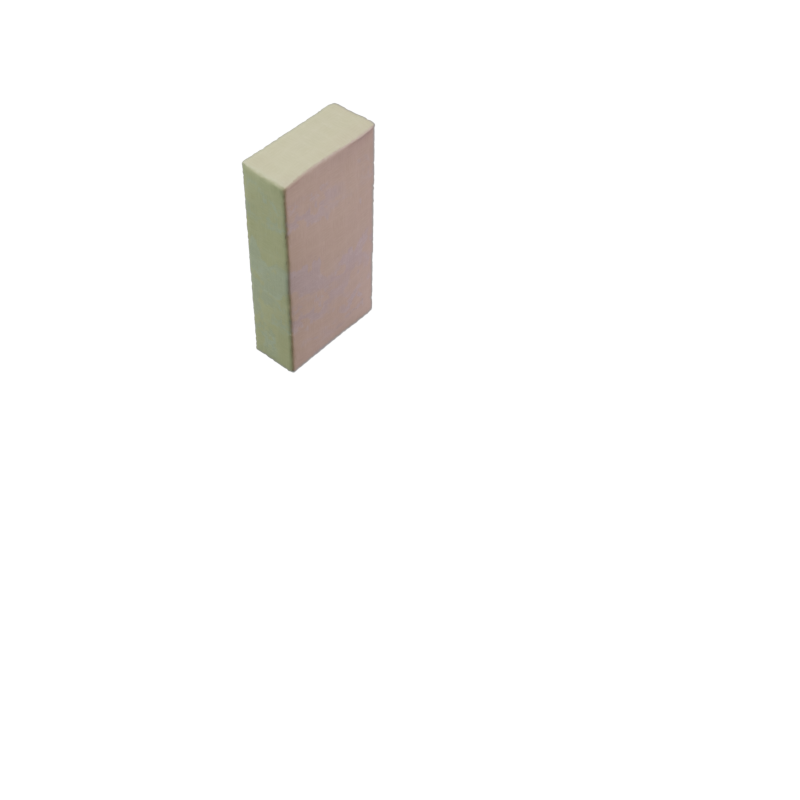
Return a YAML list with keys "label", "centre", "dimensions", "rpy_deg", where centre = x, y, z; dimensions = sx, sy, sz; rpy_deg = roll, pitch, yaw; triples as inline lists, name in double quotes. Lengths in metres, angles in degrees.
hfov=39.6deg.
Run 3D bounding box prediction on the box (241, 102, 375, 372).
- label: "box"
  centre: [-0.061, -0.112, 0.783]
  dimensions: [0.051, 0.164, 0.095]
  rpy_deg: [33, 54, 23]
